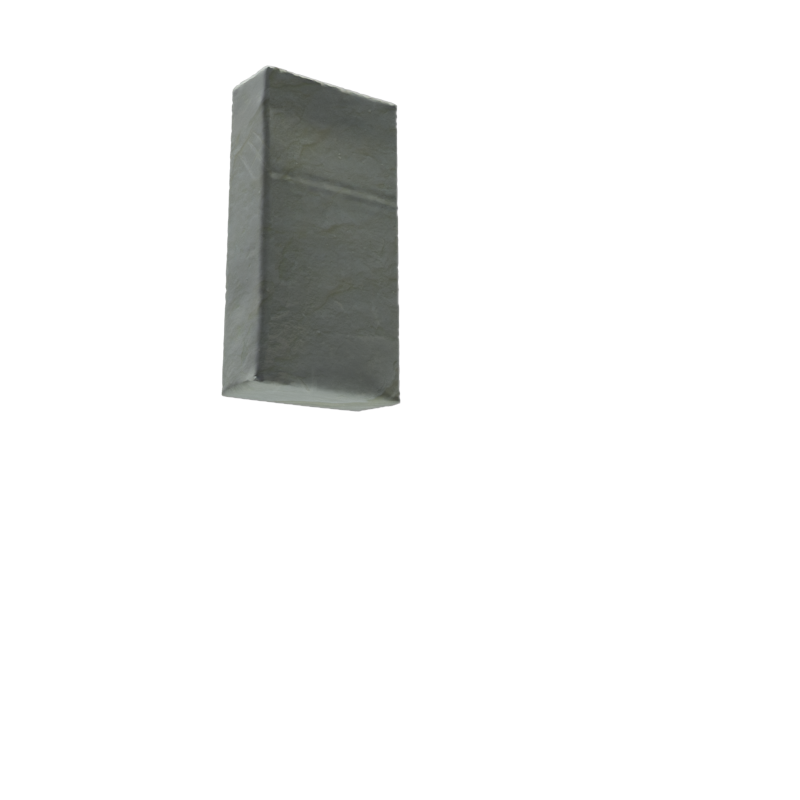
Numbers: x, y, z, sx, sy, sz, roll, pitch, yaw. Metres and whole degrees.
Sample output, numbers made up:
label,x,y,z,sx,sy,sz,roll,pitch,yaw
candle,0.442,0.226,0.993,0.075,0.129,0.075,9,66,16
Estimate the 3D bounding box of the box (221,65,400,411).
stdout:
label,x,y,z,sx,sy,sz,roll,pitch,yaw
box,-0.048,-0.087,0.612,0.089,0.184,0.048,11,-21,-34
